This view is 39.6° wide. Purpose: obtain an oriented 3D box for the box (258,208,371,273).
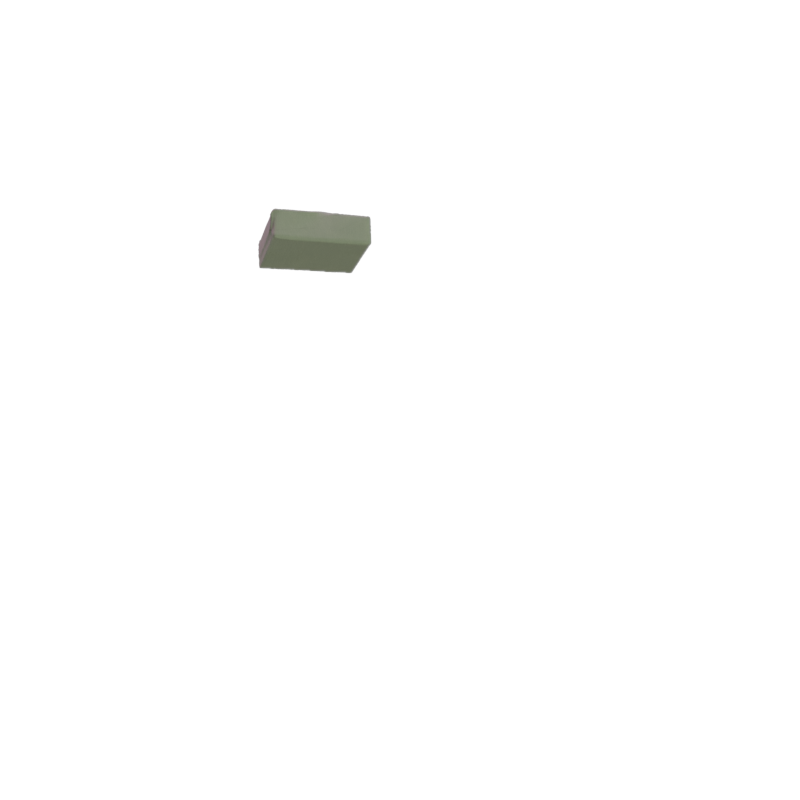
[{"bbox_3d":[-0.077,-0.140,0.980,0.088,0.032,0.071,3,-17,-12],"label":"box"}]
